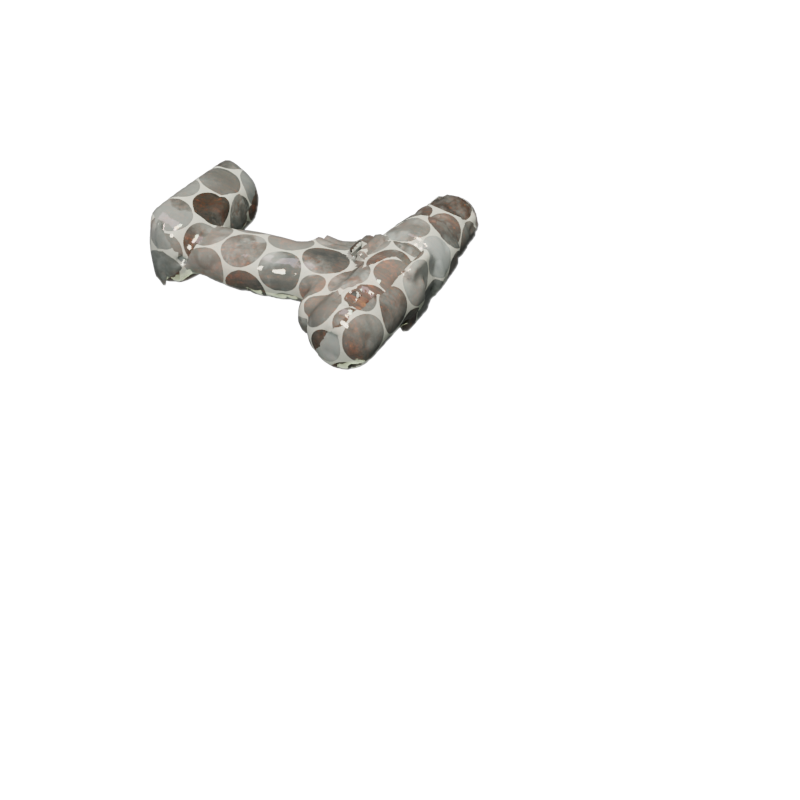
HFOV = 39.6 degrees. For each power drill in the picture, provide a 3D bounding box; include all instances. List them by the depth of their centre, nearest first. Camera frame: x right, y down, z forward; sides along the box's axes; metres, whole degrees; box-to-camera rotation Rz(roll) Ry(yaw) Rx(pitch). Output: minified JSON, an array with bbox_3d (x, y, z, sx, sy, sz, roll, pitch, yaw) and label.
[{"bbox_3d":[-0.059,-0.107,0.748,0.196,0.054,0.188,18,39,23],"label":"power drill"}]
